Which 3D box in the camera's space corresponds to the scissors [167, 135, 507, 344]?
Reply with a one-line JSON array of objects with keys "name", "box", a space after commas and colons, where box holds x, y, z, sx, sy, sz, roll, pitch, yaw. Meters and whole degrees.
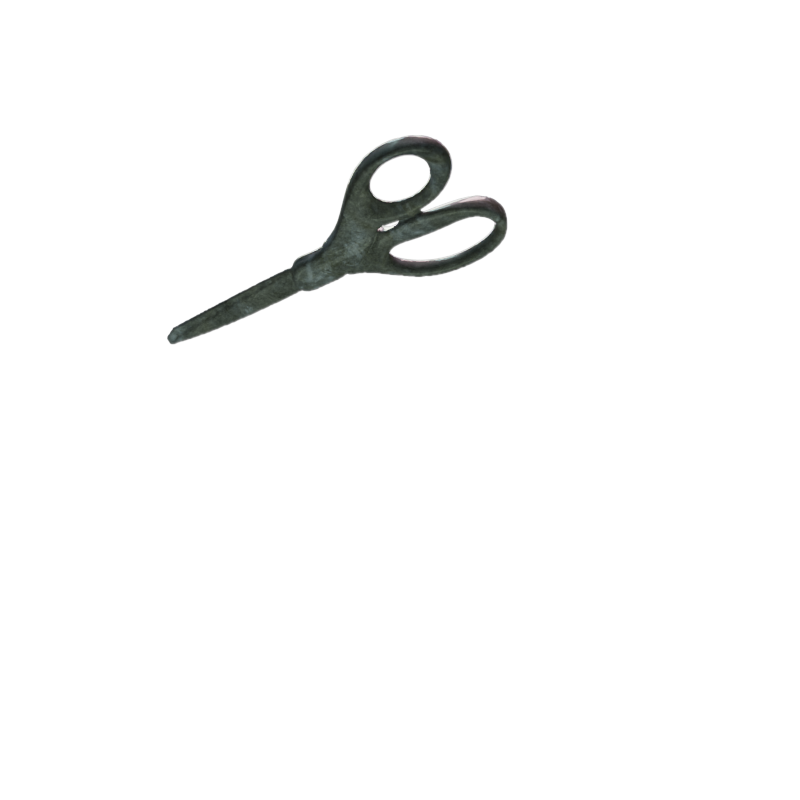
[{"name": "scissors", "box": [-0.046, -0.084, 0.587, 0.203, 0.089, 0.017, -12, 42, 11]}]
